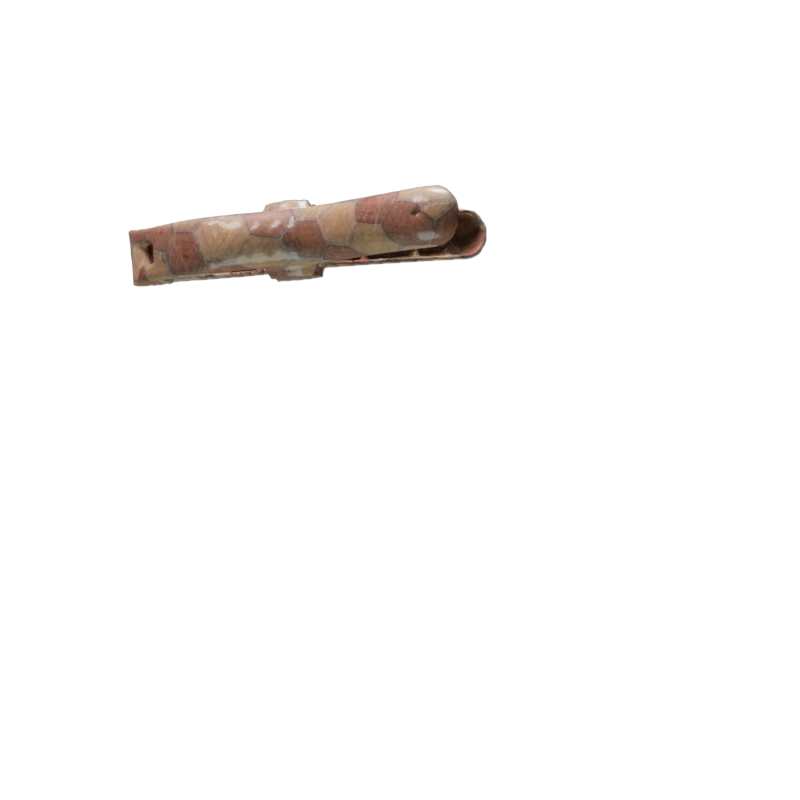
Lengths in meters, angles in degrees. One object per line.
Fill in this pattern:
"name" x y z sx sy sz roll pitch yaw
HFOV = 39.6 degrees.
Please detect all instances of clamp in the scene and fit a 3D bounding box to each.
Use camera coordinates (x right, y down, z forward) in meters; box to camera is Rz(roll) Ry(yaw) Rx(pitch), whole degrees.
"clamp" -0.041 -0.075 0.524 0.176 0.040 0.115 -1 -3 22
